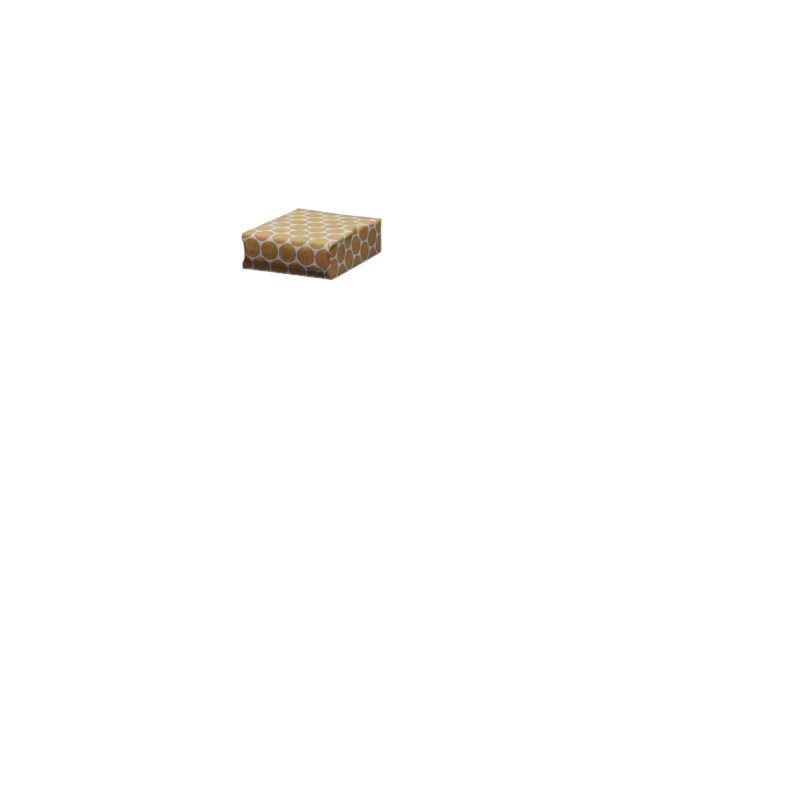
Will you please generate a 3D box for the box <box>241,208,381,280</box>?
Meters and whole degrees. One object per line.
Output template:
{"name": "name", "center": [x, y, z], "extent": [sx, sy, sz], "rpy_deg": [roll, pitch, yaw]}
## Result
{"name": "box", "center": [-0.064, -0.117, 0.817], "extent": [0.076, 0.029, 0.090], "rpy_deg": [10, 23, 23]}
